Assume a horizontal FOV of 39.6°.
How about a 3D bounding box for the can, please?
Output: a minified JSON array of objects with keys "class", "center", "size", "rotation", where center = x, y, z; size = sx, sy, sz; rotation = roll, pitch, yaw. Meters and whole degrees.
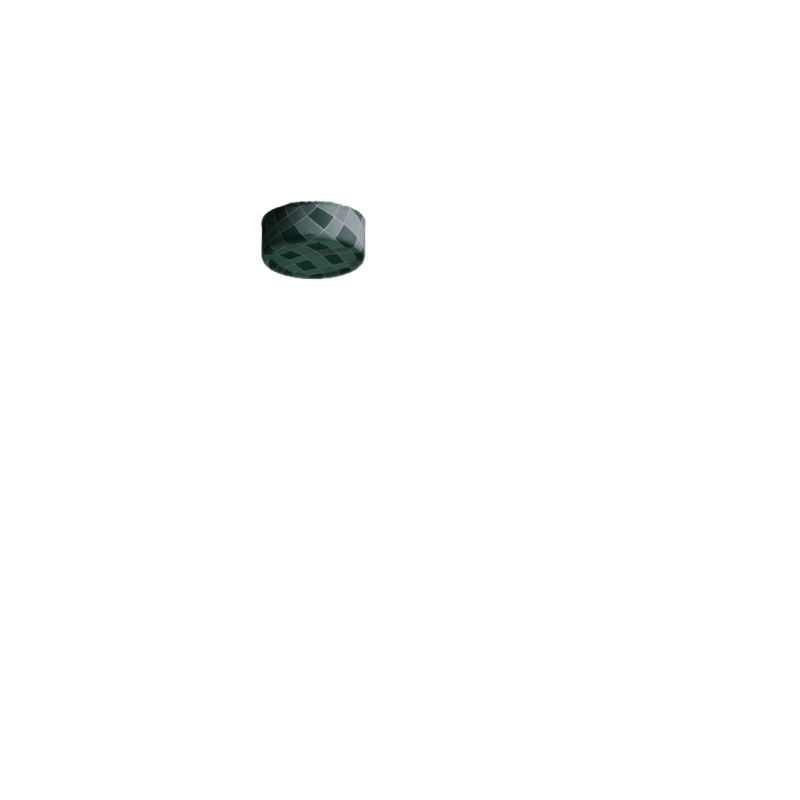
[{"class":"can","center":[-0.071,-0.129,0.901],"size":[0.086,0.035,0.082],"rotation":[0,-18,-2]}]
